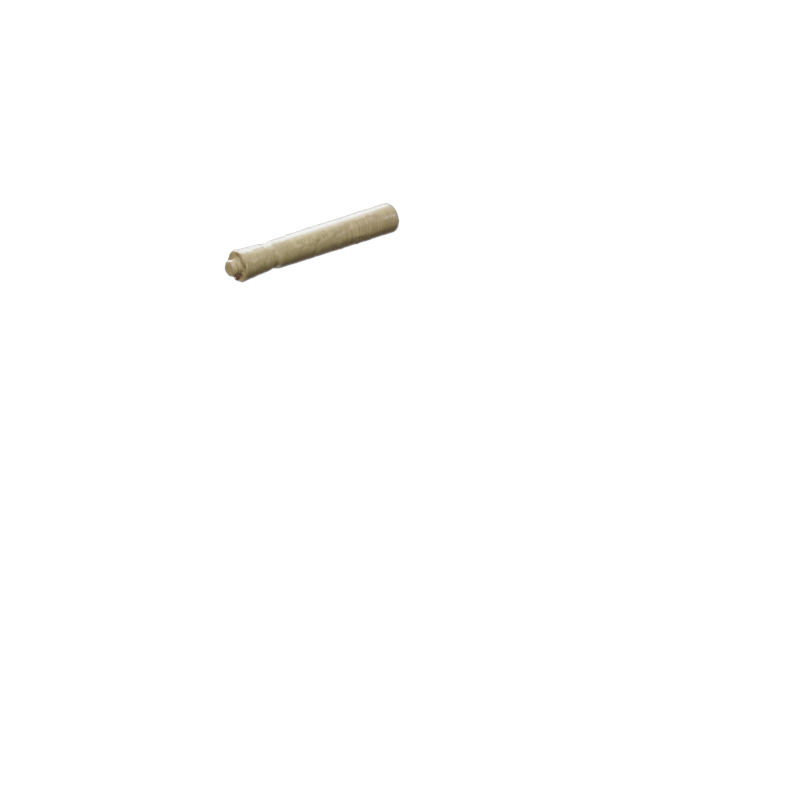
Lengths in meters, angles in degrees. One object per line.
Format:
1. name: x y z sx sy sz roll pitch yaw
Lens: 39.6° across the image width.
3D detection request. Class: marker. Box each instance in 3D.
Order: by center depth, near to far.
1. marker: -0.051 -0.093 0.651 0.120 0.019 0.021 -24 18 -35
